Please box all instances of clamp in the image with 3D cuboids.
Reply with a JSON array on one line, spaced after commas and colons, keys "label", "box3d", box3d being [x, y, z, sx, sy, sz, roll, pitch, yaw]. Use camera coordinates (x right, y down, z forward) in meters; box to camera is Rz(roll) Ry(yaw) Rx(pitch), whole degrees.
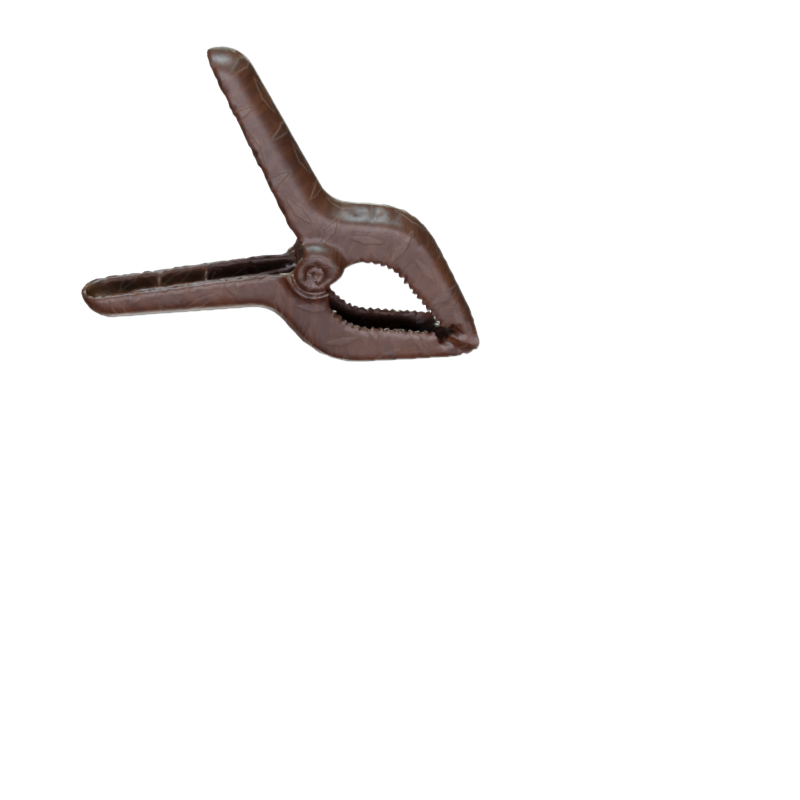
[{"label": "clamp", "box3d": [-0.046, -0.084, 0.586, 0.205, 0.158, 0.039, 20, 28, -11]}]
